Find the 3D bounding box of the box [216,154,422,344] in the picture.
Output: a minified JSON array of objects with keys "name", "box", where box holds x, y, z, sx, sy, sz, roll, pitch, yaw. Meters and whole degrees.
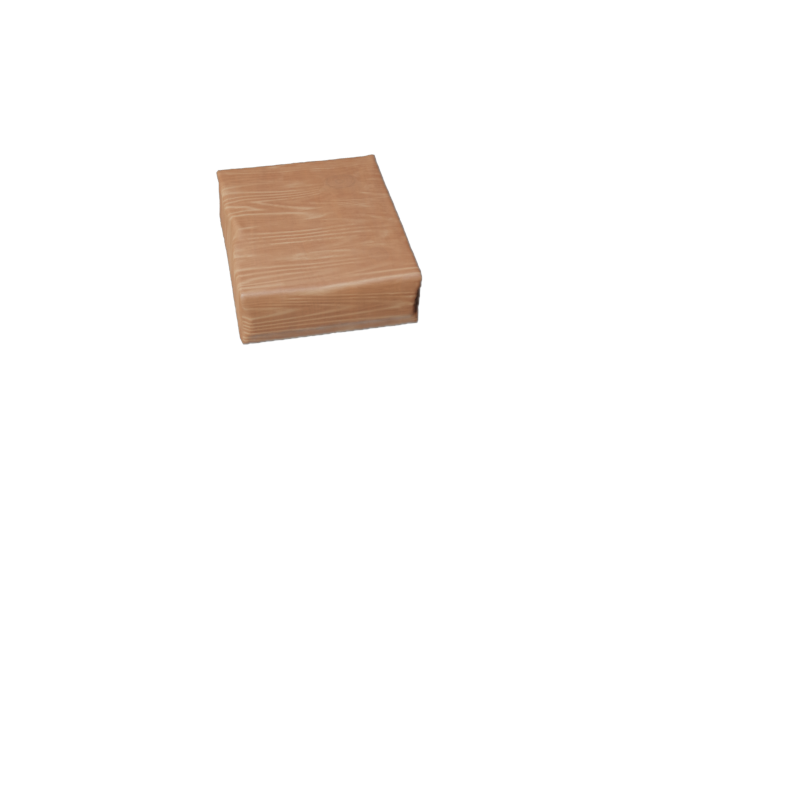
[{"name":"box","box":[-0.037,-0.067,0.469,0.072,0.028,0.096,-8,44,-9]}]
